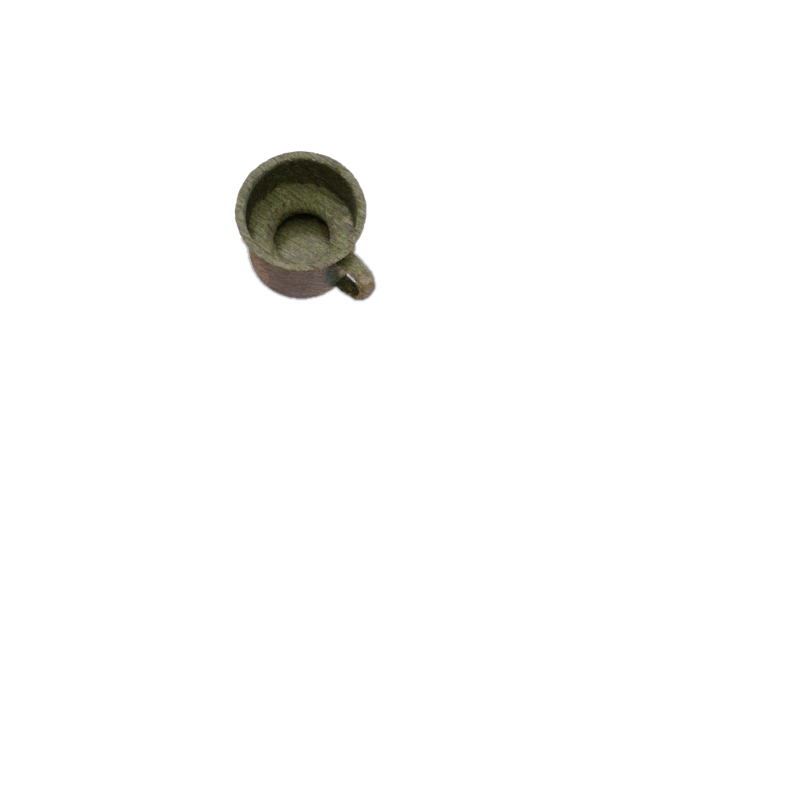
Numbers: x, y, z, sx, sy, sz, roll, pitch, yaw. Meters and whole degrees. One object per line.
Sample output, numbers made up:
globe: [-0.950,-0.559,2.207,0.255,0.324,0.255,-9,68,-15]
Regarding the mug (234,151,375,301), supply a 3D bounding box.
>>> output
mug: [-0.064,-0.116,0.815,0.121,0.094,0.078,40,-15,12]
